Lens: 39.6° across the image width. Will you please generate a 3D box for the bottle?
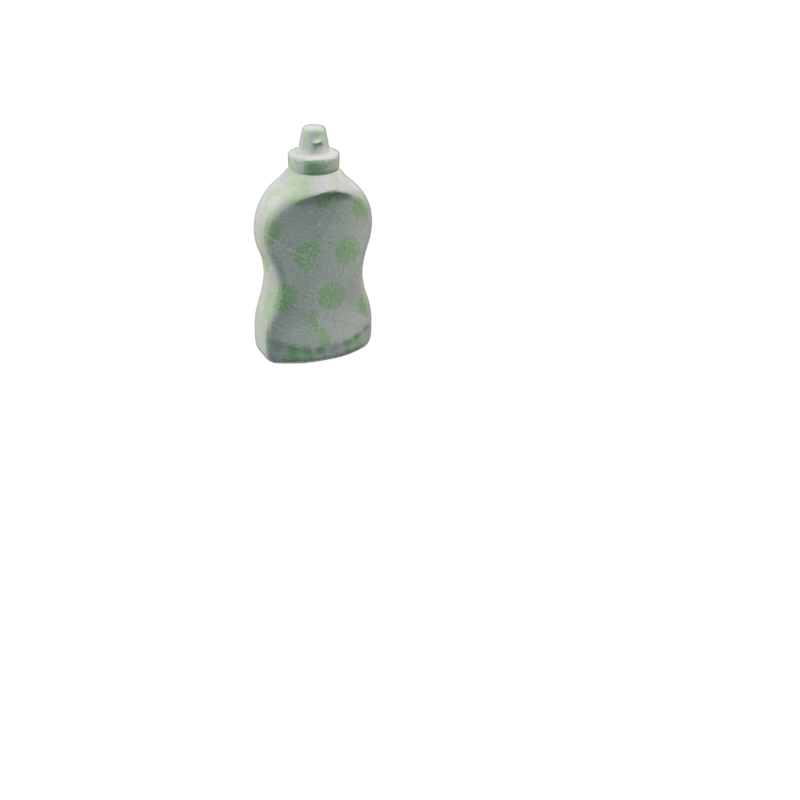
[{"bbox_3d":[-0.070,-0.128,0.895,0.094,0.183,0.062,-8,24,-21],"label":"bottle"}]
